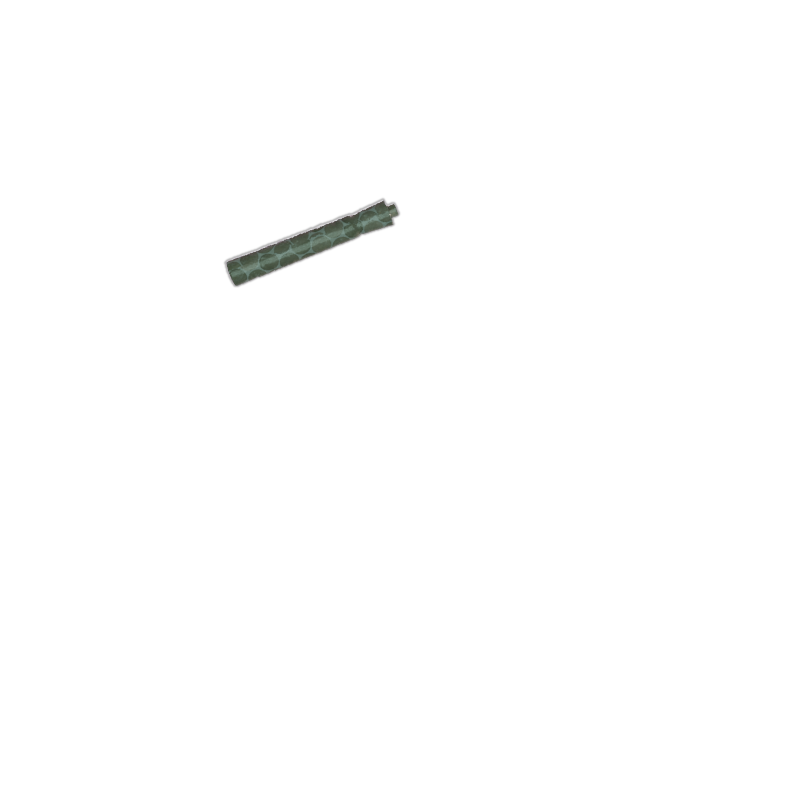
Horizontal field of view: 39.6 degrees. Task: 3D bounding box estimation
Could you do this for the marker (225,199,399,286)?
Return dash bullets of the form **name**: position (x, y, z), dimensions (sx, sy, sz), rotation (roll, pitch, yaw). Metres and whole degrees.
- **marker**: position (-0.058, -0.107, 0.747), dimensions (0.121, 0.020, 0.020), rotation (-21, 3, 4)
